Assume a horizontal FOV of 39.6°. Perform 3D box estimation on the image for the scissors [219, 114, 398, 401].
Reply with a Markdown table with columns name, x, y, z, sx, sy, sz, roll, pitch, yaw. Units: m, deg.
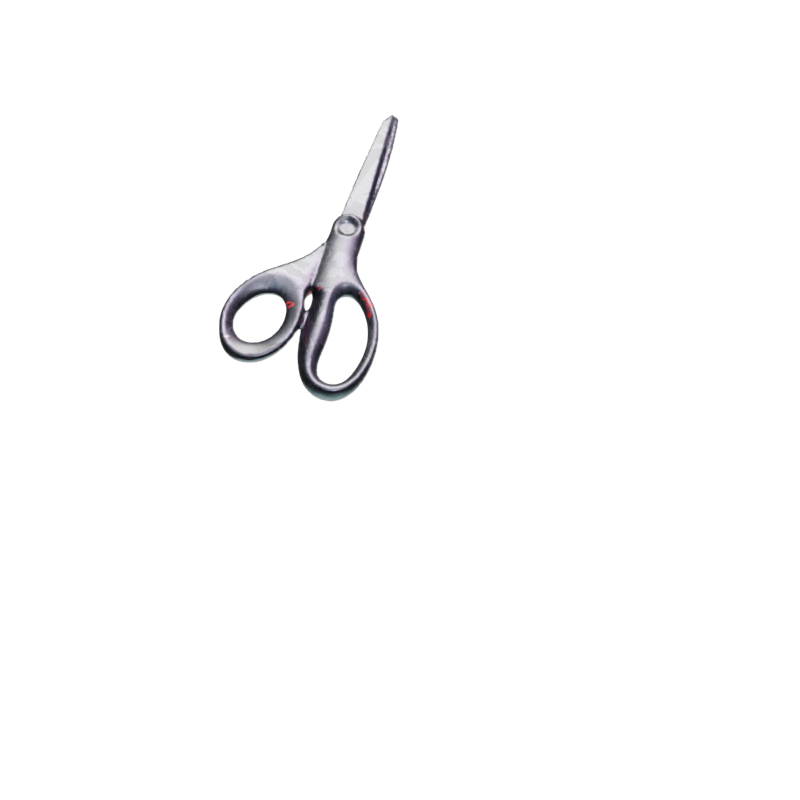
| name | x | y | z | sx | sy | sz | roll | pitch | yaw |
| --- | --- | --- | --- | --- | --- | --- | --- | --- | --- |
| scissors | -0.050 | -0.091 | 0.640 | 0.096 | 0.215 | 0.015 | 1 | -34 | 0 |
